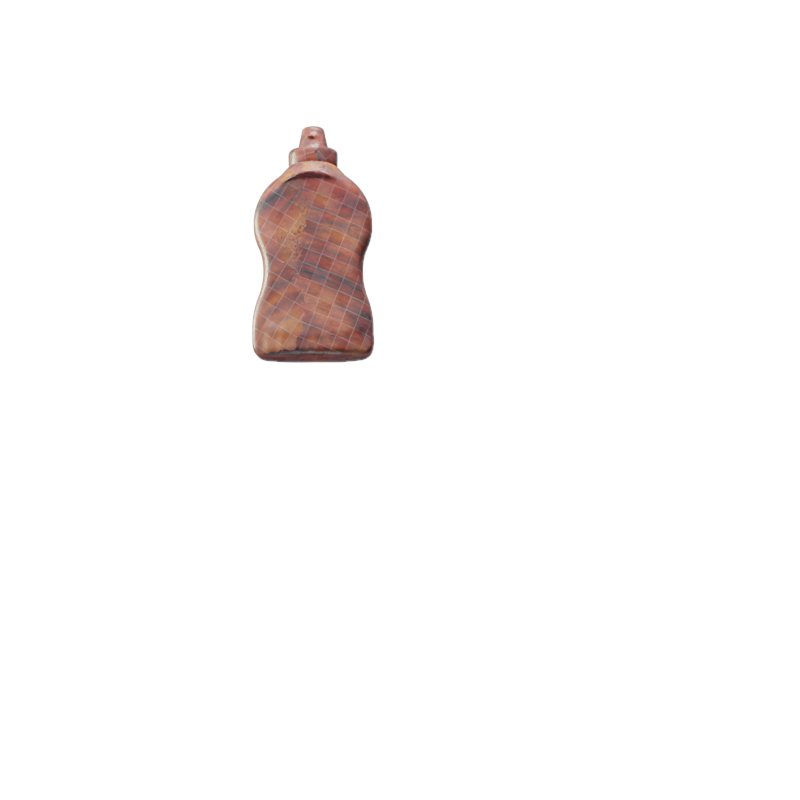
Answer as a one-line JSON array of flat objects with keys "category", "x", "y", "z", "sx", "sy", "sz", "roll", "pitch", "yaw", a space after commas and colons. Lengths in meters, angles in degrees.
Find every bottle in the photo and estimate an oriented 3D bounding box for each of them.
[{"category": "bottle", "x": -0.070, "y": -0.129, "z": 0.899, "sx": 0.096, "sy": 0.198, "sz": 0.056, "roll": -2, "pitch": -13, "yaw": 3}]
